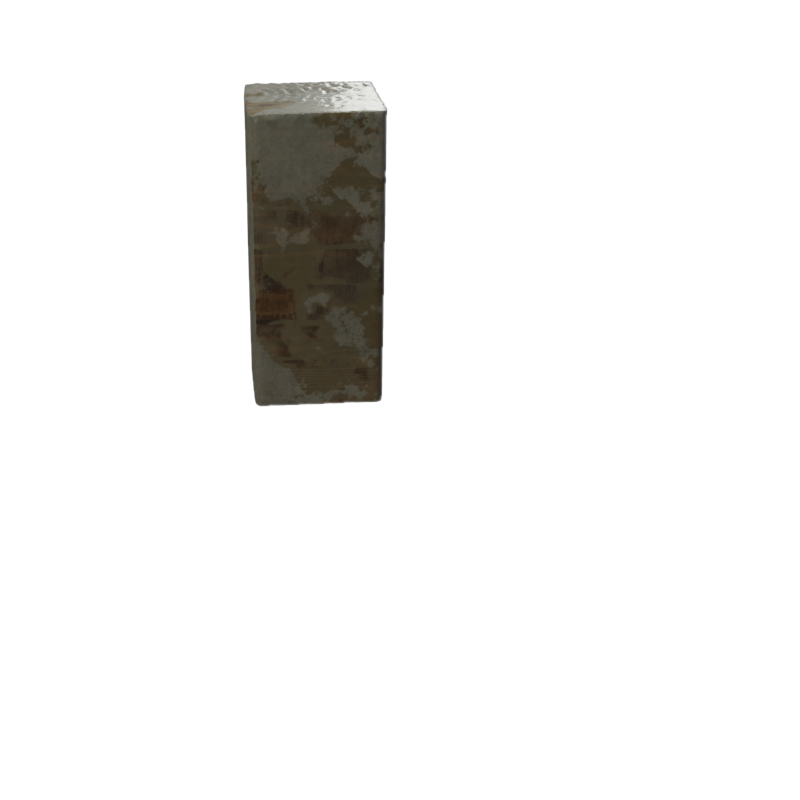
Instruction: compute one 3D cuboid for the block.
[{"bbox_3d":[-0.060,-0.109,0.766,0.090,0.196,0.095,-1,23,-7],"label":"block"}]
